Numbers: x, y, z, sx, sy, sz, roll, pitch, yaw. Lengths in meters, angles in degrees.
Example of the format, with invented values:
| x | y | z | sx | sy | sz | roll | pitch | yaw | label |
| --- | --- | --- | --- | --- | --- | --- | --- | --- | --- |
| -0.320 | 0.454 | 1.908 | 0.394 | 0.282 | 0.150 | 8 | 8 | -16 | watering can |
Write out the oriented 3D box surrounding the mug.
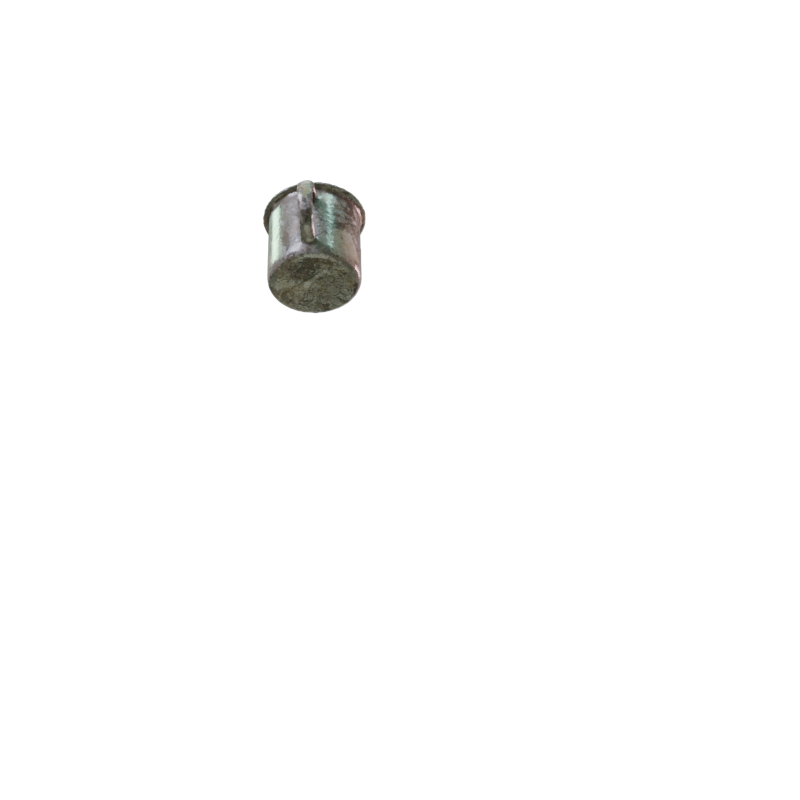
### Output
| x | y | z | sx | sy | sz | roll | pitch | yaw | label |
| --- | --- | --- | --- | --- | --- | --- | --- | --- | --- |
| -0.076 | -0.138 | 0.970 | 0.093 | 0.087 | 0.109 | -3 | -40 | 1 | mug |
